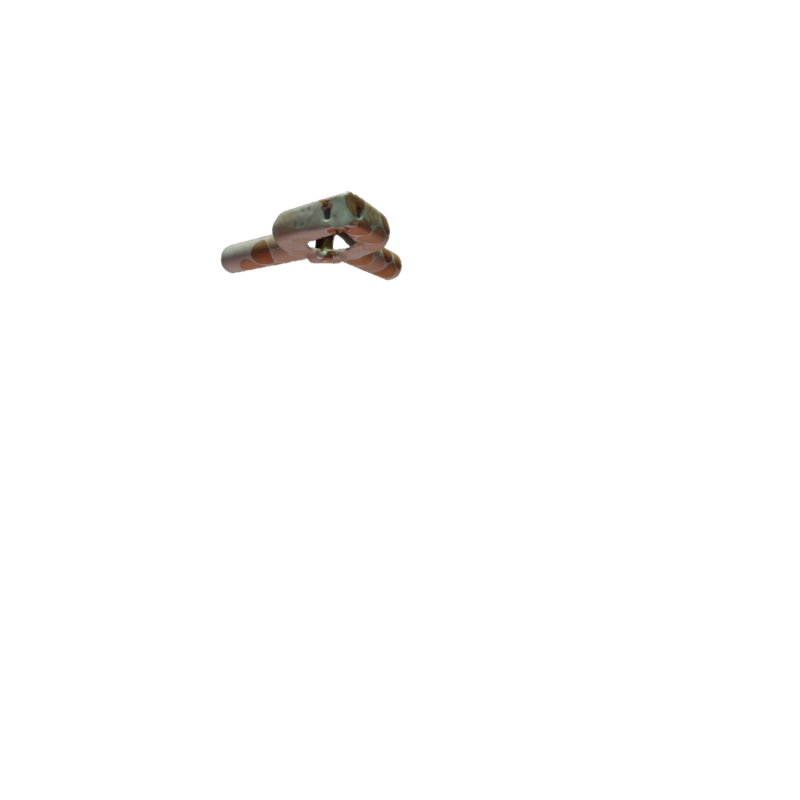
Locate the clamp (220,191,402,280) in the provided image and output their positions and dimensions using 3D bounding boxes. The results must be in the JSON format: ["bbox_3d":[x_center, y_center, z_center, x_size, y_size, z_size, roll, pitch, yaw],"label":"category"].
[{"bbox_3d":[-0.073,-0.132,0.927,0.164,0.037,0.206,0,-6,-4],"label":"clamp"}]
